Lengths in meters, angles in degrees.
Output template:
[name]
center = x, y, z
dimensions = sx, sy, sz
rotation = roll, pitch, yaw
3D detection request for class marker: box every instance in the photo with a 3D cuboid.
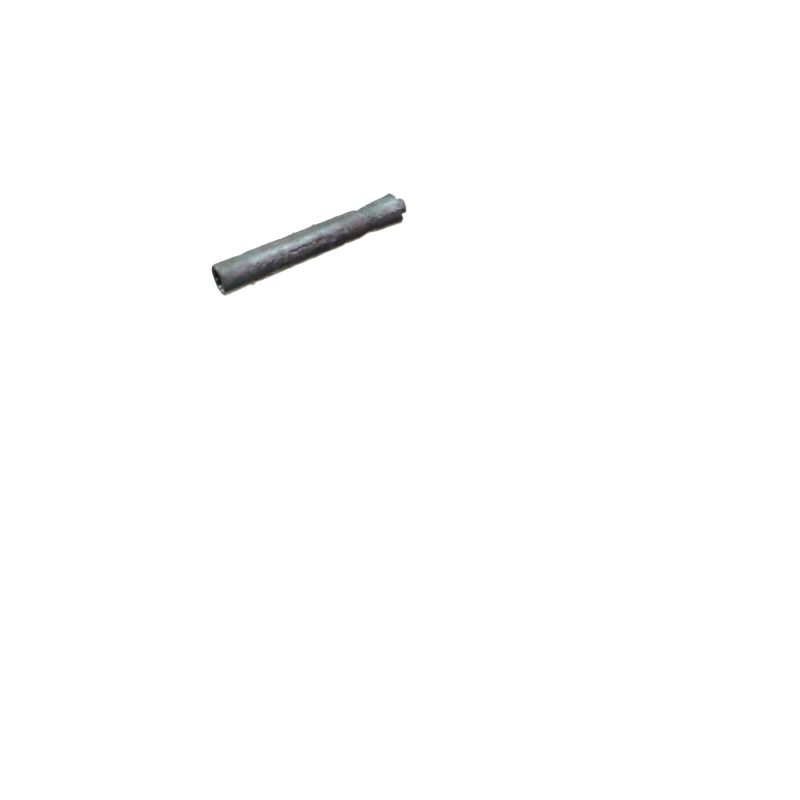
[marker]
center = -0.050, -0.091, 0.637
dimensions = 0.120, 0.019, 0.020
rotation = -25, 12, -18
